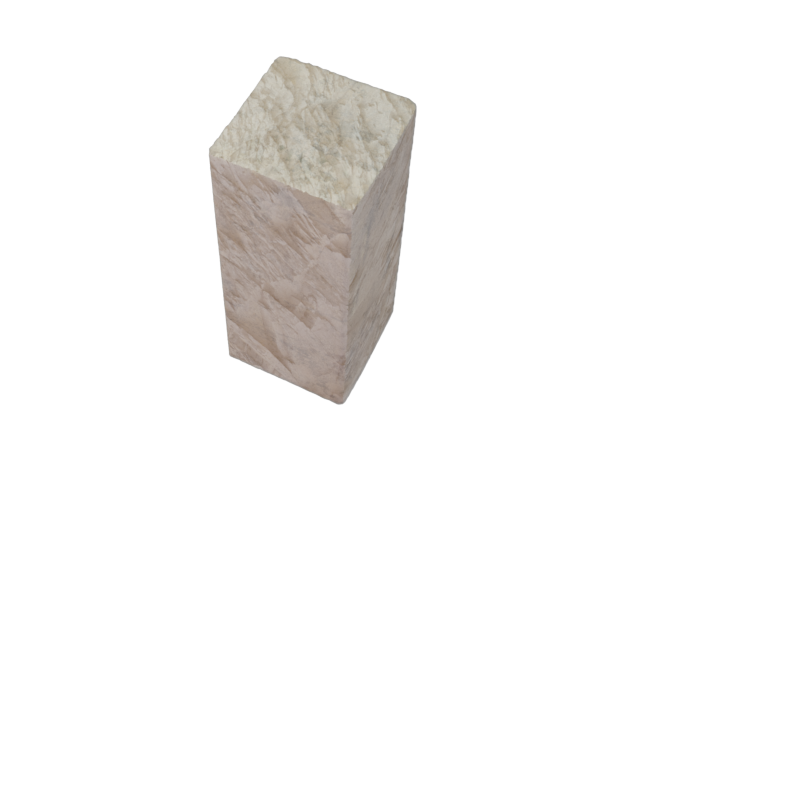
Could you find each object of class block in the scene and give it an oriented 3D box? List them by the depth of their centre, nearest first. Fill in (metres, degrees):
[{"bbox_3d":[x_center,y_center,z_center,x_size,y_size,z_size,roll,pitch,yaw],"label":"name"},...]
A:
[{"bbox_3d":[-0.053,-0.099,0.689,0.093,0.094,0.193,23,-31,11],"label":"block"}]
